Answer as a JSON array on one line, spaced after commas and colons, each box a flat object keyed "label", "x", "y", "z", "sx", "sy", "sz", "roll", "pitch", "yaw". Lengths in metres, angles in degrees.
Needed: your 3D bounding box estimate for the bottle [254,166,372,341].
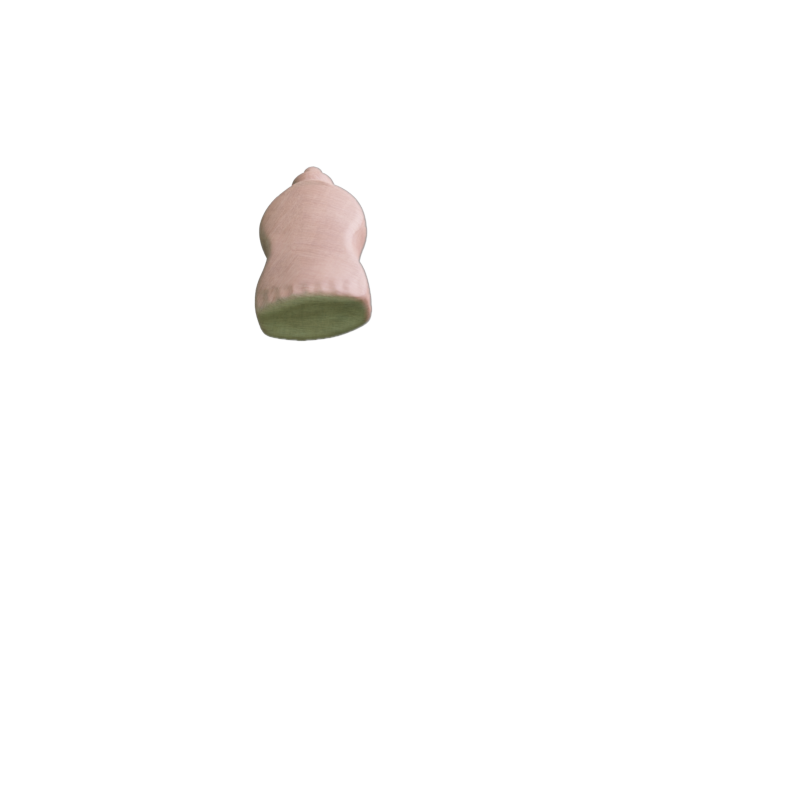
[{"label": "bottle", "x": -0.077, "y": -0.141, "z": 0.982, "sx": 0.097, "sy": 0.206, "sz": 0.054, "roll": -9, "pitch": -44, "yaw": 6}]
